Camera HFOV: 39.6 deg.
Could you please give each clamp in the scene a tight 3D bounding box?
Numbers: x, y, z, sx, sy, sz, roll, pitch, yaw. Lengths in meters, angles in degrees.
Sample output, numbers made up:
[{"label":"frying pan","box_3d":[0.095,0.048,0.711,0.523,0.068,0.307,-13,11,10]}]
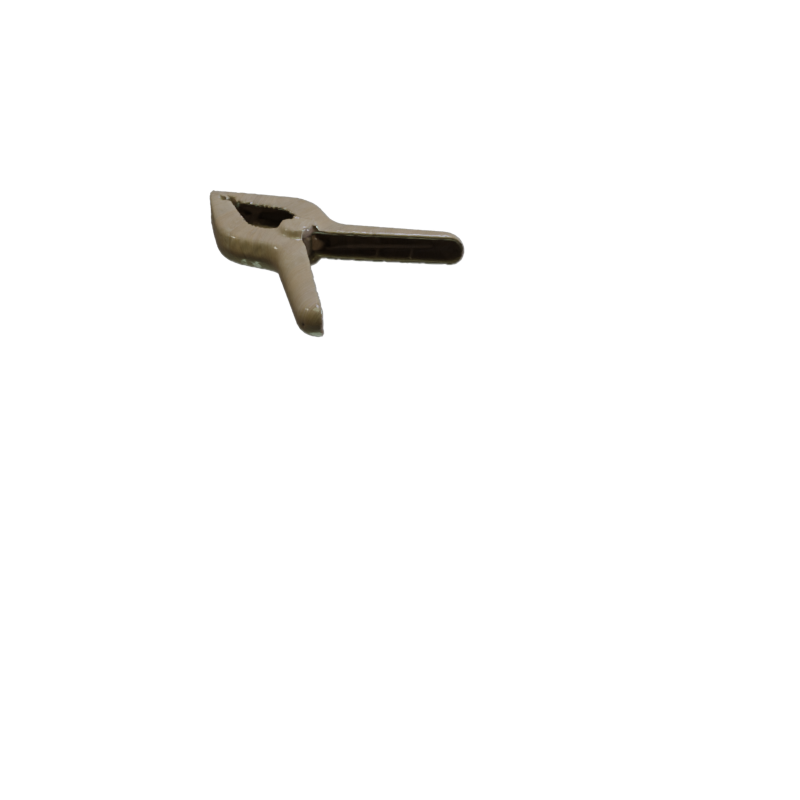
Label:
[{"label":"clamp","box_3d":[-0.067,-0.123,0.861,0.163,0.034,0.225,-24,39,-33]}]
